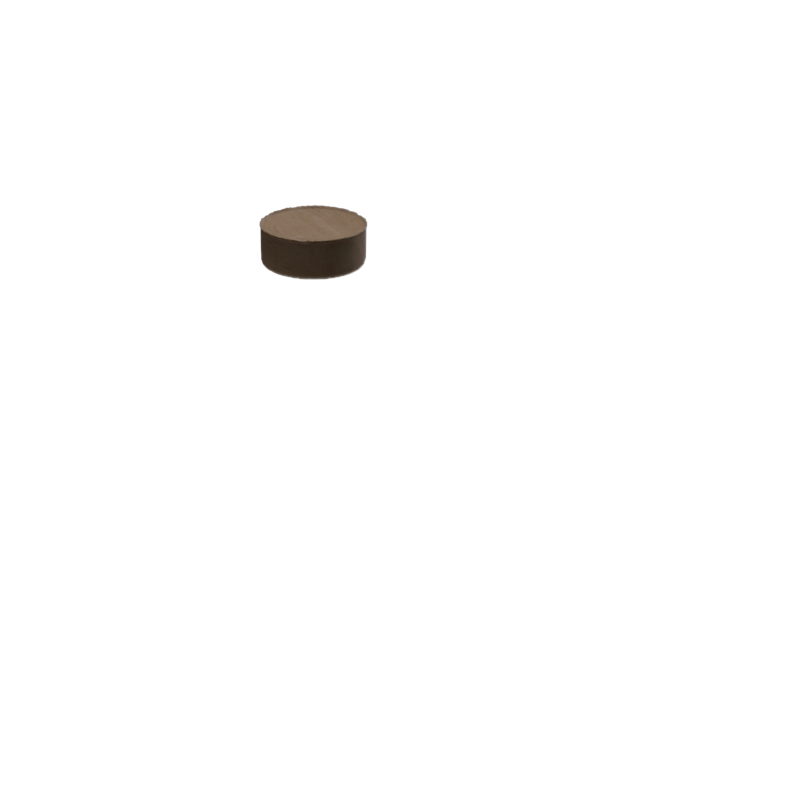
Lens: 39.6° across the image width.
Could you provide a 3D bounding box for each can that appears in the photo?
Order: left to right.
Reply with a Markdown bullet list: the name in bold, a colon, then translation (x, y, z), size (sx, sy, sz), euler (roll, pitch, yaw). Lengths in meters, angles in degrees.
- **can**: translation (-0.069, -0.126, 0.885), size (0.086, 0.032, 0.091), euler (-1, 26, -2)
